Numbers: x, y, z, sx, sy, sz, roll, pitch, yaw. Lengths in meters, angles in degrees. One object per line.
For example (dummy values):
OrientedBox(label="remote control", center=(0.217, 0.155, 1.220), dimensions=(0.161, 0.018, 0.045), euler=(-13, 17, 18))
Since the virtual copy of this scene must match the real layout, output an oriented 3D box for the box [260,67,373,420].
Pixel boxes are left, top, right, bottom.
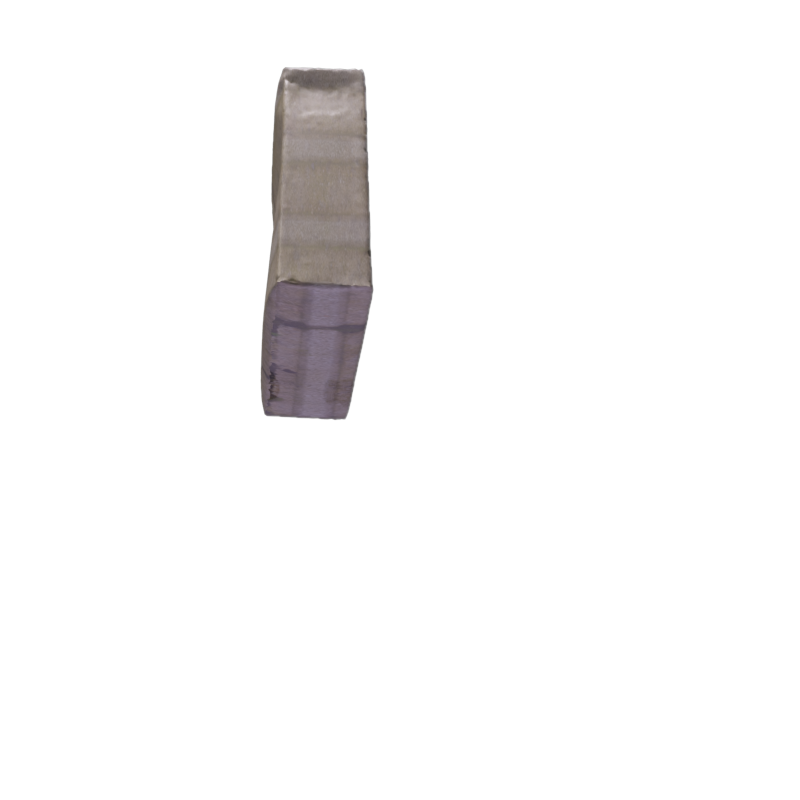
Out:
OrientedBox(label="box", center=(-0.065, -0.119, 0.832), dimensions=(0.071, 0.229, 0.154), euler=(3, -36, -7))
